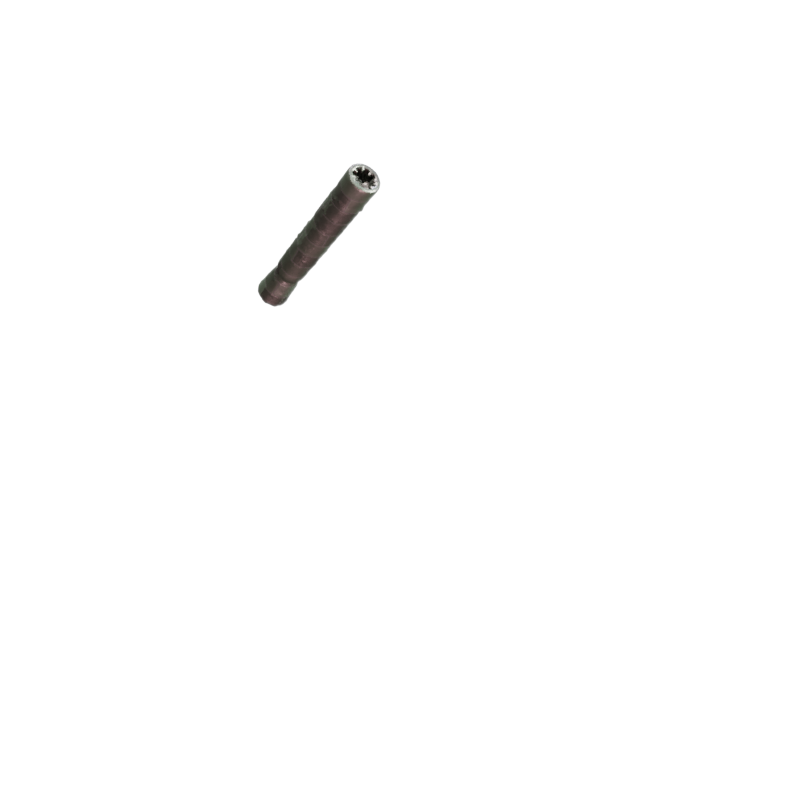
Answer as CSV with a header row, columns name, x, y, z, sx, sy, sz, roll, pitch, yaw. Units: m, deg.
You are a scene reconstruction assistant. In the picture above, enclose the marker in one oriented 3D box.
name,x,y,z,sx,sy,sz,roll,pitch,yaw
marker,-0.048,-0.087,0.608,0.019,0.021,0.118,-2,-26,-35
